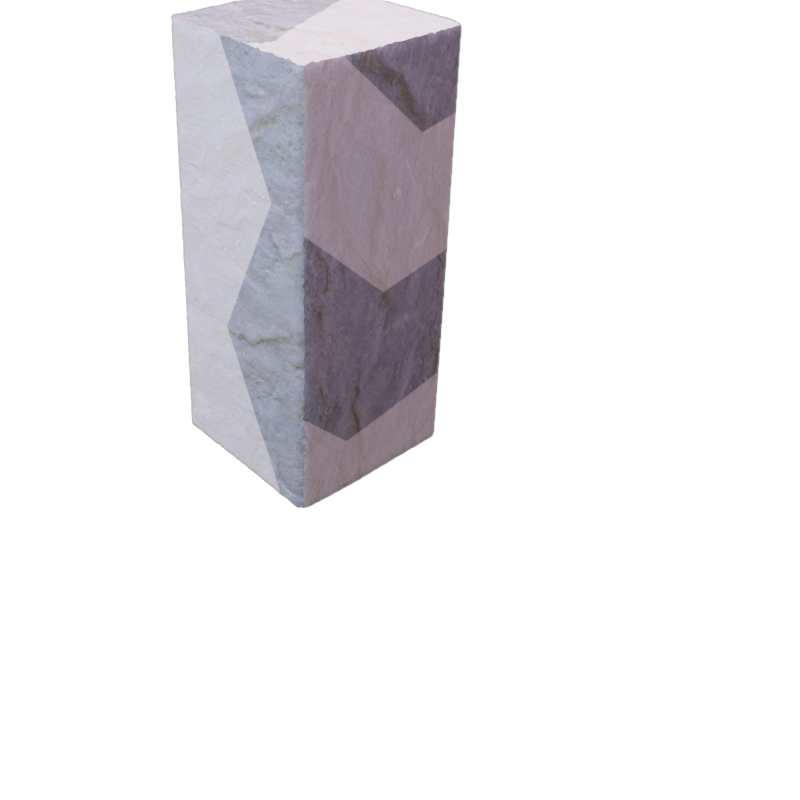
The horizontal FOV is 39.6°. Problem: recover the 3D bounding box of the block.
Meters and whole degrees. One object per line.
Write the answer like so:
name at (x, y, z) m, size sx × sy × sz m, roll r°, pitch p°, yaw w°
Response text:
block at (-0.039, -0.072, 0.502) m, size 0.089 × 0.194 × 0.097 m, roll -23°, pitch 37°, yaw -37°
